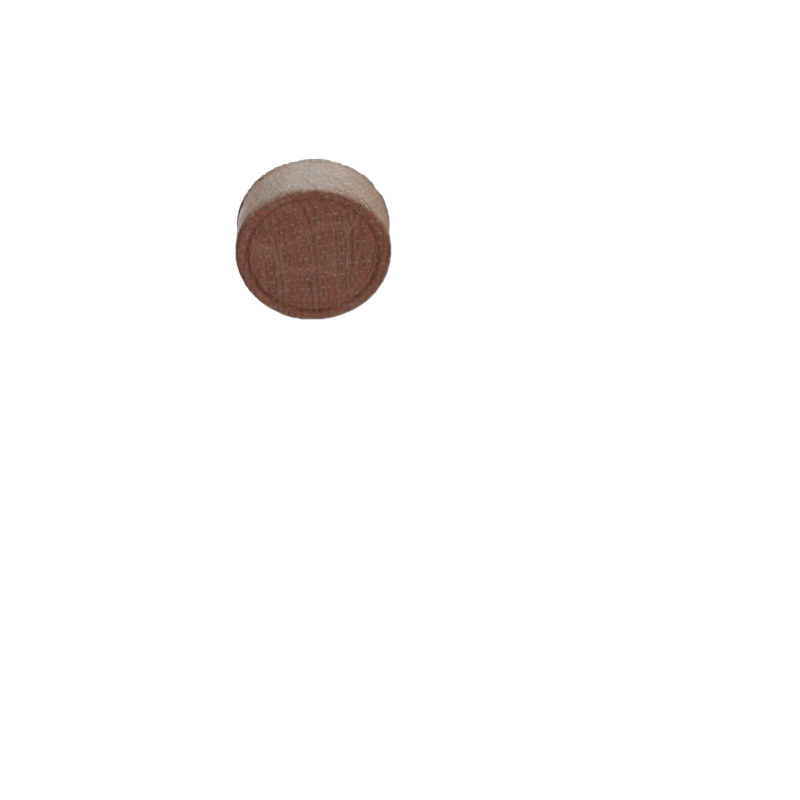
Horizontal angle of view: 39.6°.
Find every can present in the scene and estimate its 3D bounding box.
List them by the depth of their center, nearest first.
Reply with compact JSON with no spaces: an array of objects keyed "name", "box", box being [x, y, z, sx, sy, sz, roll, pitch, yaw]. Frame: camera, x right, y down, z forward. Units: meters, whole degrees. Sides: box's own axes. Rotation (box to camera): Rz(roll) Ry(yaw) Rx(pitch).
[{"name":"can","box":[-0.048,-0.087,0.607,0.086,0.080,0.036,1,34,-1]}]
